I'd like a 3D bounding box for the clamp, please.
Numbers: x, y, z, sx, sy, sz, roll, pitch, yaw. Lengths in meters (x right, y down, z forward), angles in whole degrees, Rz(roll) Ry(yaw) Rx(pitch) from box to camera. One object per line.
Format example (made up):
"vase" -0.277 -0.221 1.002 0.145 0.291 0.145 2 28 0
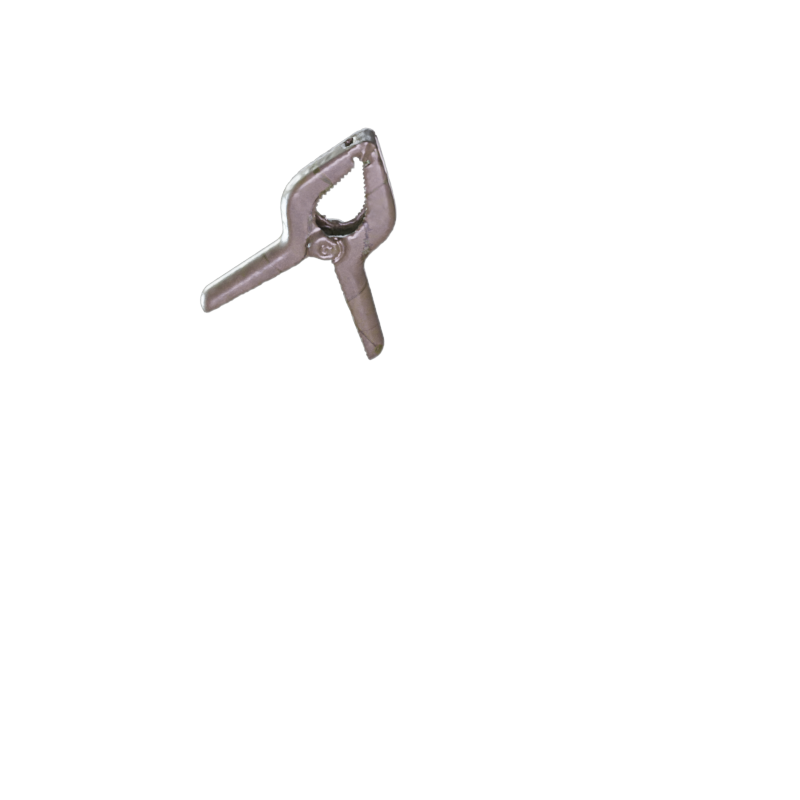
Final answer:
"clamp" -0.072 -0.130 0.914 0.162 0.199 0.039 11 34 -8
